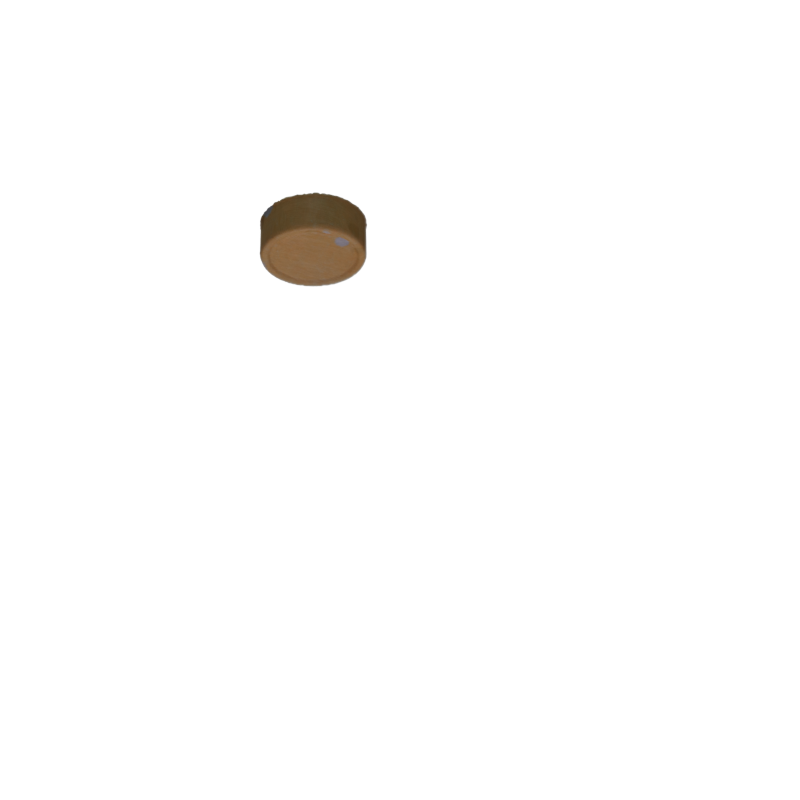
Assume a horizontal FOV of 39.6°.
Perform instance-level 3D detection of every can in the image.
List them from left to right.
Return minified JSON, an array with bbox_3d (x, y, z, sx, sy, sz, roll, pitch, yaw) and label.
[{"bbox_3d":[-0.069,-0.126,0.881,0.086,0.036,0.081,1,-29,-2],"label":"can"}]
